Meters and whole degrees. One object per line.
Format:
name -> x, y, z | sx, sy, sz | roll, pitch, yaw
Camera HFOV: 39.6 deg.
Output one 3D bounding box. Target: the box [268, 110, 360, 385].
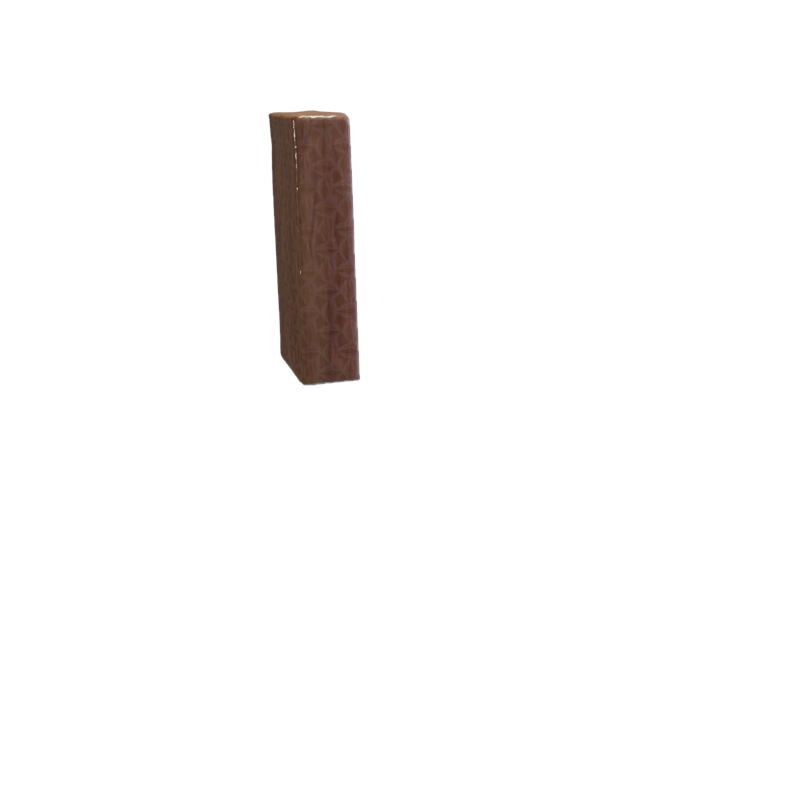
box -> -0.059, -0.108, 0.755 | 0.047, 0.172, 0.097 | -2, 11, -15
